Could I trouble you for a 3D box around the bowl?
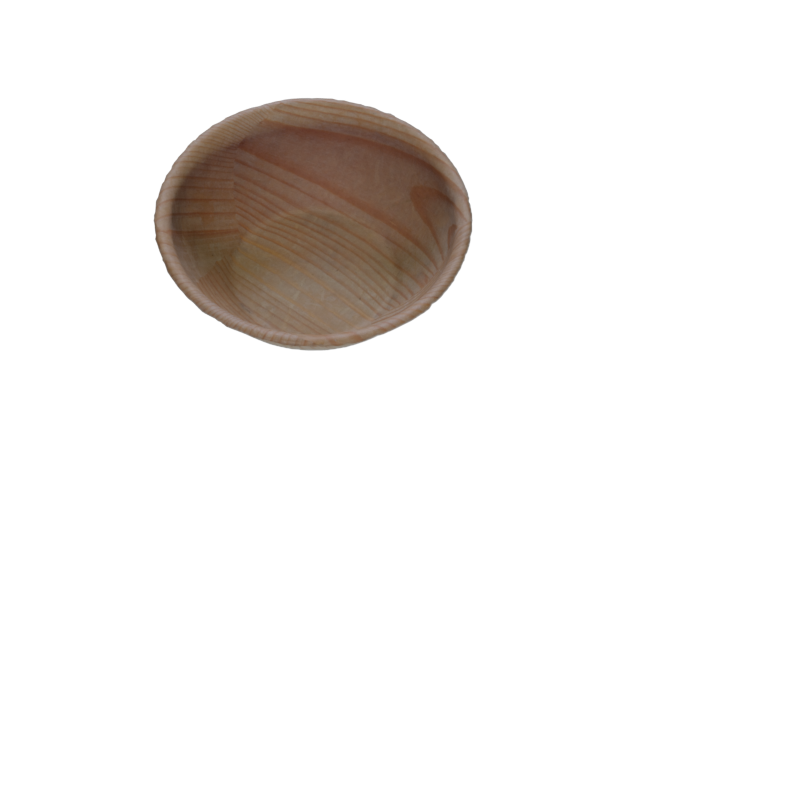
[{"bbox_3d":[-0.046,-0.083,0.583,0.162,0.174,0.051,-1,-35,-1],"label":"bowl"}]
